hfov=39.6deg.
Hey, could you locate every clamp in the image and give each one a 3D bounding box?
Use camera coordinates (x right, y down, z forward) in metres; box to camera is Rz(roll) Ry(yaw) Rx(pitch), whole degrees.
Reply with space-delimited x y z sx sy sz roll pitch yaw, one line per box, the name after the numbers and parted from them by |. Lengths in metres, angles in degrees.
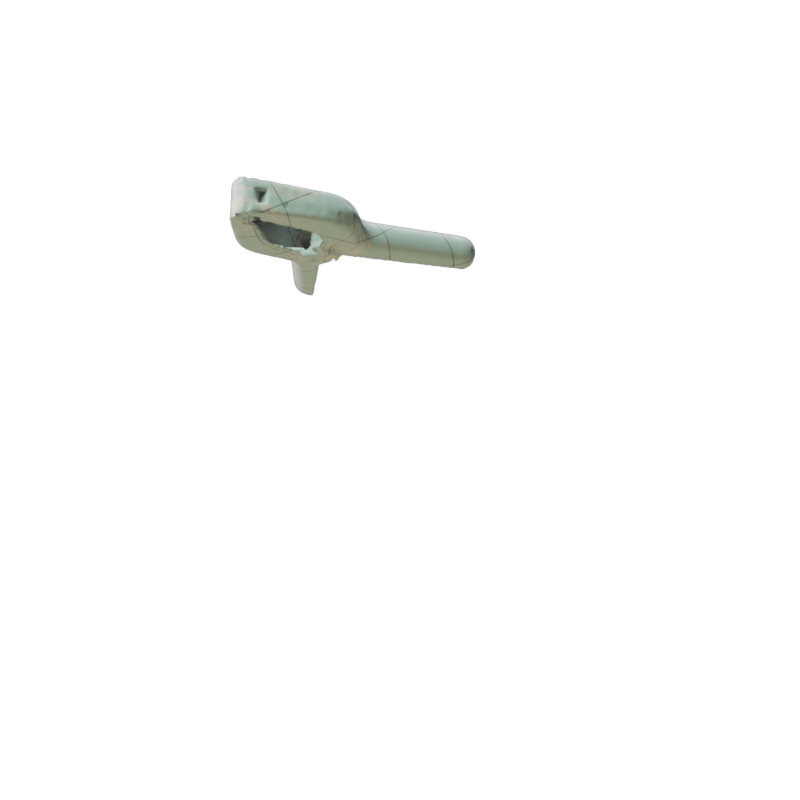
-0.066 -0.120 0.841 0.168 0.038 0.198 -10 -15 38 | clamp
